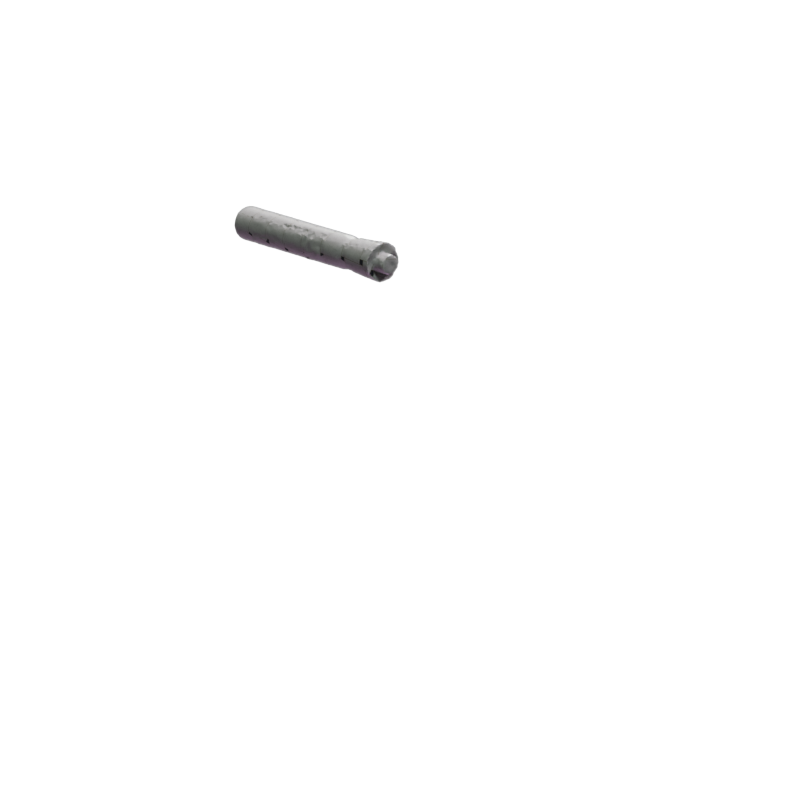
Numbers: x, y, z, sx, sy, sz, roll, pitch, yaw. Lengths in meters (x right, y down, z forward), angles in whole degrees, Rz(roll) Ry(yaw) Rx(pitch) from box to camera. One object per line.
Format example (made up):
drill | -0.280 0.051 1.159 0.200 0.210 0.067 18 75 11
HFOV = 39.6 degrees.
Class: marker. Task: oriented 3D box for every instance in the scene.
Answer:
marker | -0.043 -0.079 0.553 0.019 0.019 0.128 -3 17 -38
